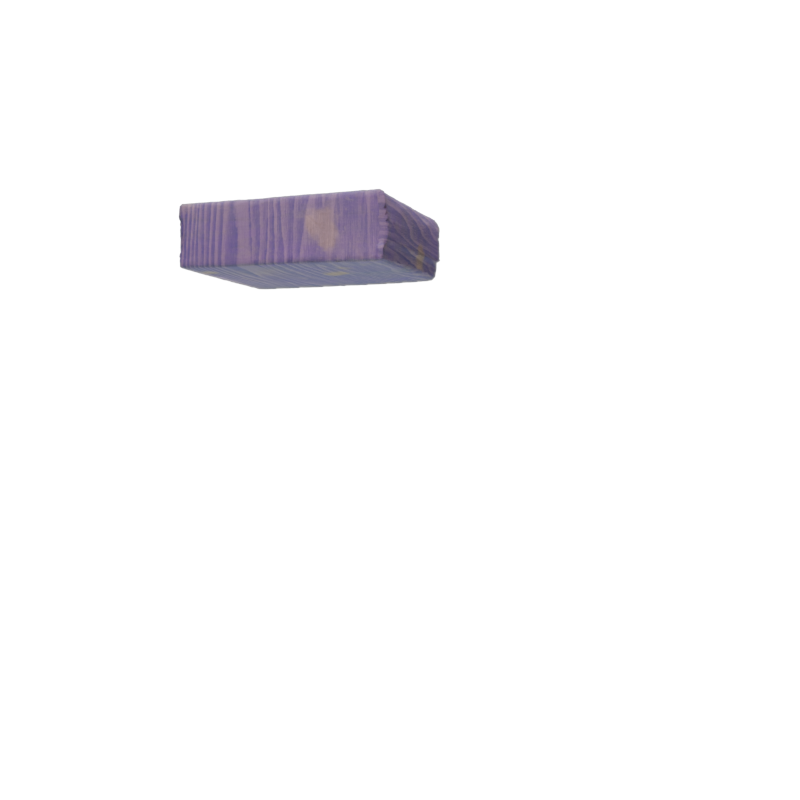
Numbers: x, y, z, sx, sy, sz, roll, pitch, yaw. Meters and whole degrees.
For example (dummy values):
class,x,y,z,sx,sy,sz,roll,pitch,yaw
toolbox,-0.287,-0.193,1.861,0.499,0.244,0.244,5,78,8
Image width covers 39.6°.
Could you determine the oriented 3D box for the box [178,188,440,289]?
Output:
class,x,y,z,sx,sy,sz,roll,pitch,yaw
box,-0.036,-0.066,0.462,0.091,0.031,0.070,-1,-2,21
